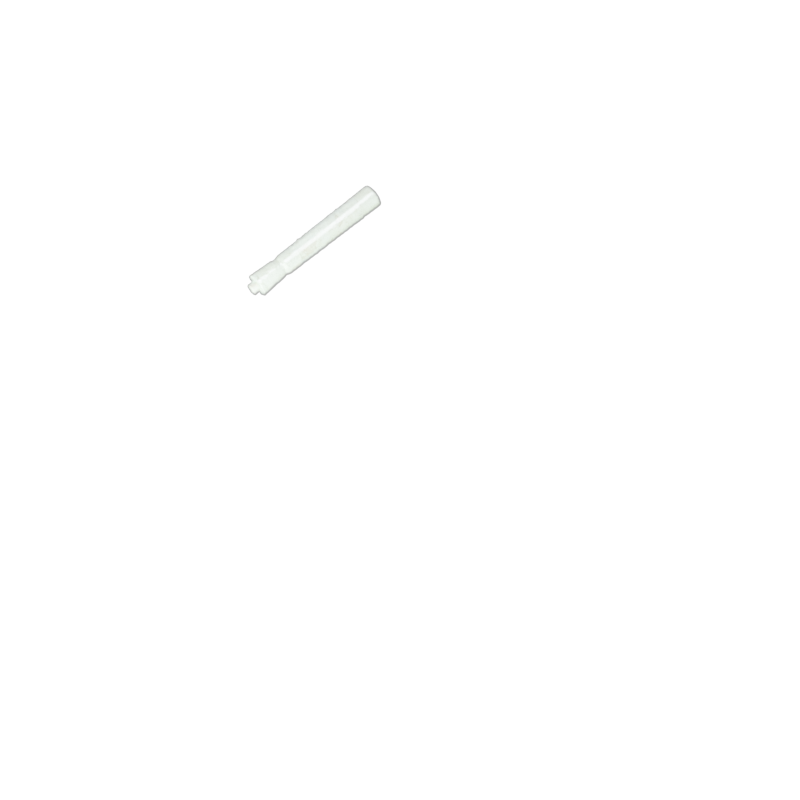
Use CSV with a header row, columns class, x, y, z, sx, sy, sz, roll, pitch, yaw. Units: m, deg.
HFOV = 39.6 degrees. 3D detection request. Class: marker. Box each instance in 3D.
class,x,y,z,sx,sy,sz,roll,pitch,yaw
marker,-0.065,-0.119,0.831,0.122,0.019,0.020,-40,17,-16
